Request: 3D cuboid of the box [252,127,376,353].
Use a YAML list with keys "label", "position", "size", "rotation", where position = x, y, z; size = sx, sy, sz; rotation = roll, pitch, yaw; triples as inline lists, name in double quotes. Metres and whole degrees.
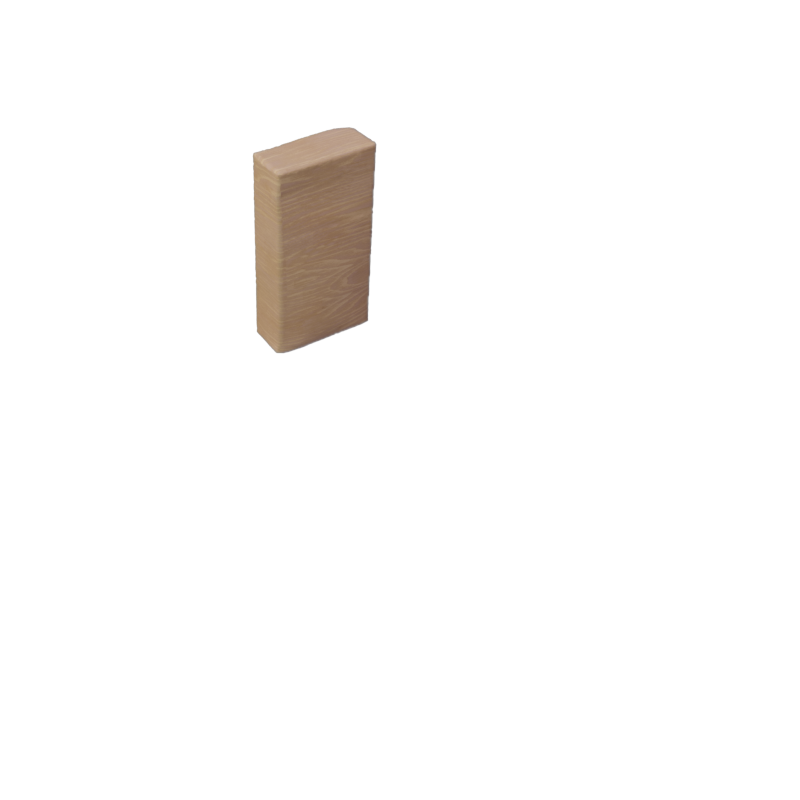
- label: "box"
  position: [-0.070, -0.129, 0.899]
  size: [0.092, 0.165, 0.052]
  rotation: [-21, 41, -30]
